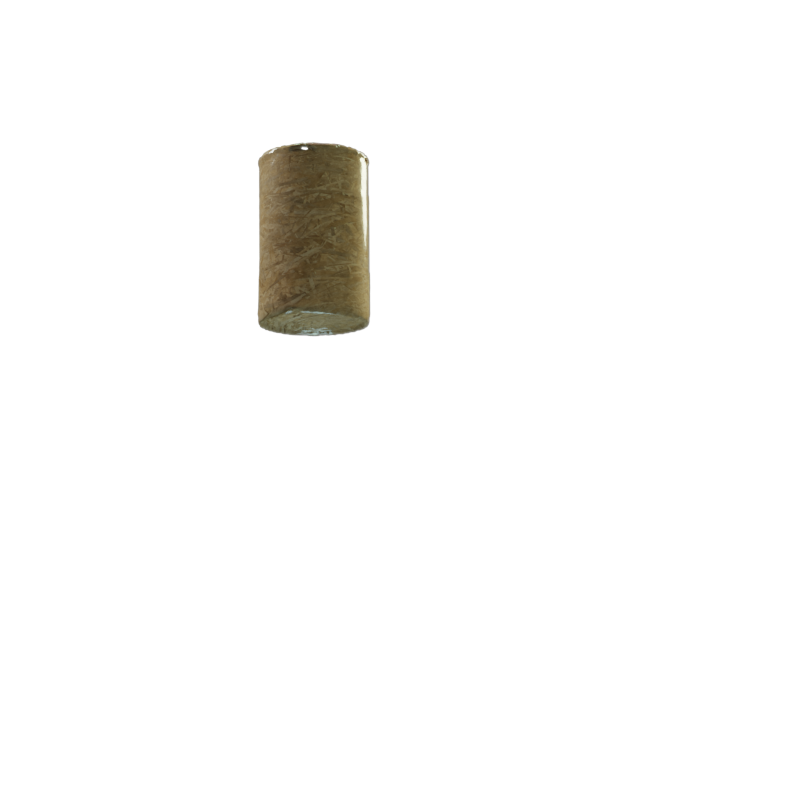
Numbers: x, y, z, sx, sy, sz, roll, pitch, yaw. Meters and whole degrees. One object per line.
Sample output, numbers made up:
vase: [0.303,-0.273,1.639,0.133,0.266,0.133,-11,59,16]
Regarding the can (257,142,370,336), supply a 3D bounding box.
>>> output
can: [-0.052,-0.094,0.662,0.068,0.106,0.066,0,-14,-2]
